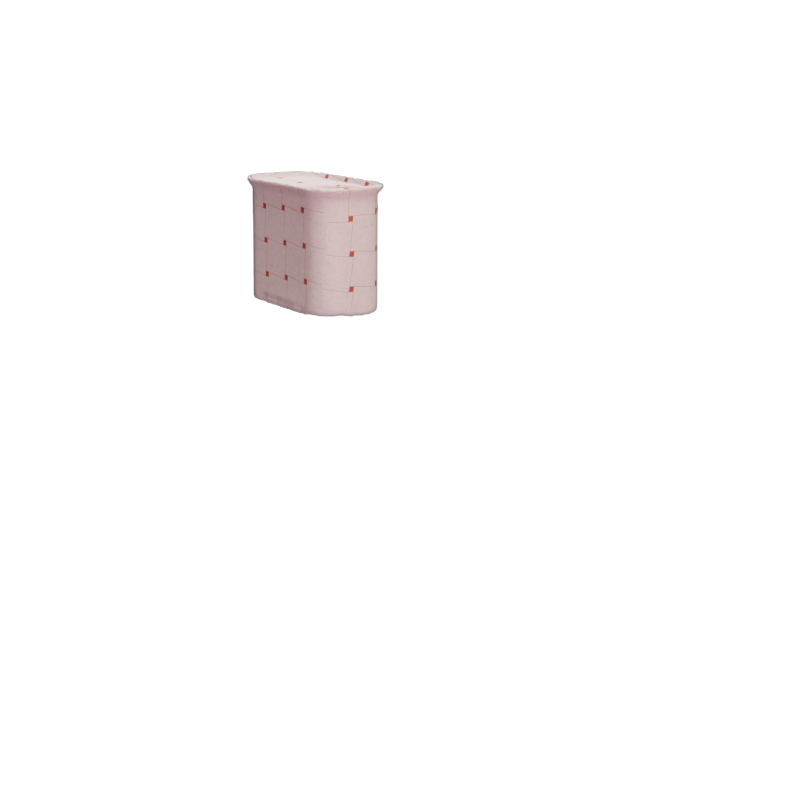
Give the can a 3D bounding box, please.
[{"bbox_3d":[-0.057,-0.105,0.734,0.056,0.082,0.108,-8,17,-35],"label":"can"}]
